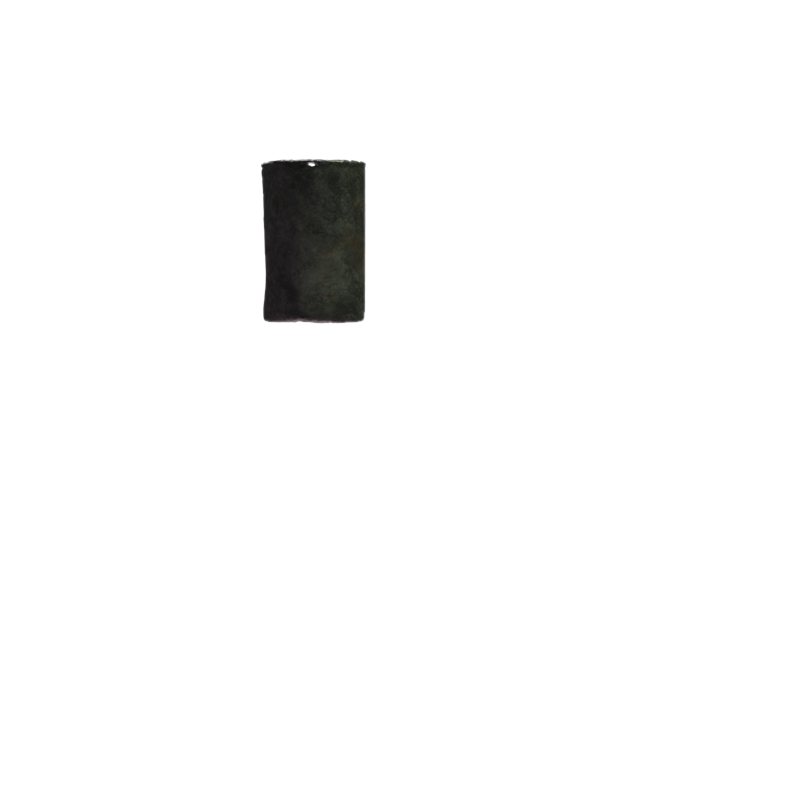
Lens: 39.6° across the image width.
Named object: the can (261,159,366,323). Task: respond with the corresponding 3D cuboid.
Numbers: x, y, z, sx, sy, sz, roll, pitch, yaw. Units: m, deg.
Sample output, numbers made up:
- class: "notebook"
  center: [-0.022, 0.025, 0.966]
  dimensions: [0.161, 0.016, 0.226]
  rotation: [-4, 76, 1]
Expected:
- class: "can"
  center: [-0.056, -0.102, 0.716]
  dimensions: [0.068, 0.102, 0.069]
  rotation: [0, 2, -2]
